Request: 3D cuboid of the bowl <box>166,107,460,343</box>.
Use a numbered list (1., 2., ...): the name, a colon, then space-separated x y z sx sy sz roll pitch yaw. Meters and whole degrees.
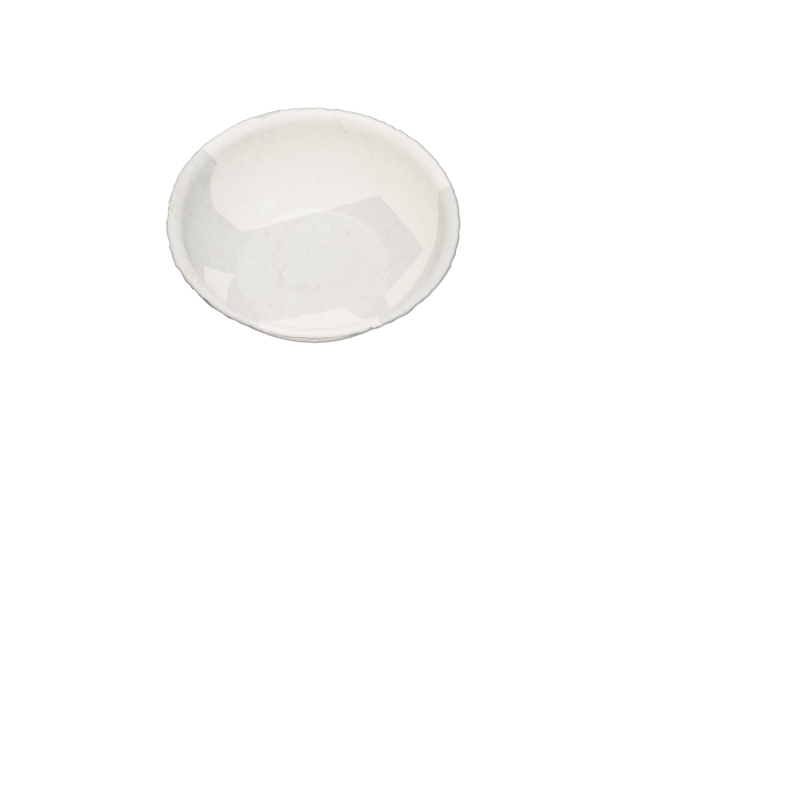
1. bowl: -0.049 -0.090 0.627 0.162 0.173 0.051 -1 -34 -1
